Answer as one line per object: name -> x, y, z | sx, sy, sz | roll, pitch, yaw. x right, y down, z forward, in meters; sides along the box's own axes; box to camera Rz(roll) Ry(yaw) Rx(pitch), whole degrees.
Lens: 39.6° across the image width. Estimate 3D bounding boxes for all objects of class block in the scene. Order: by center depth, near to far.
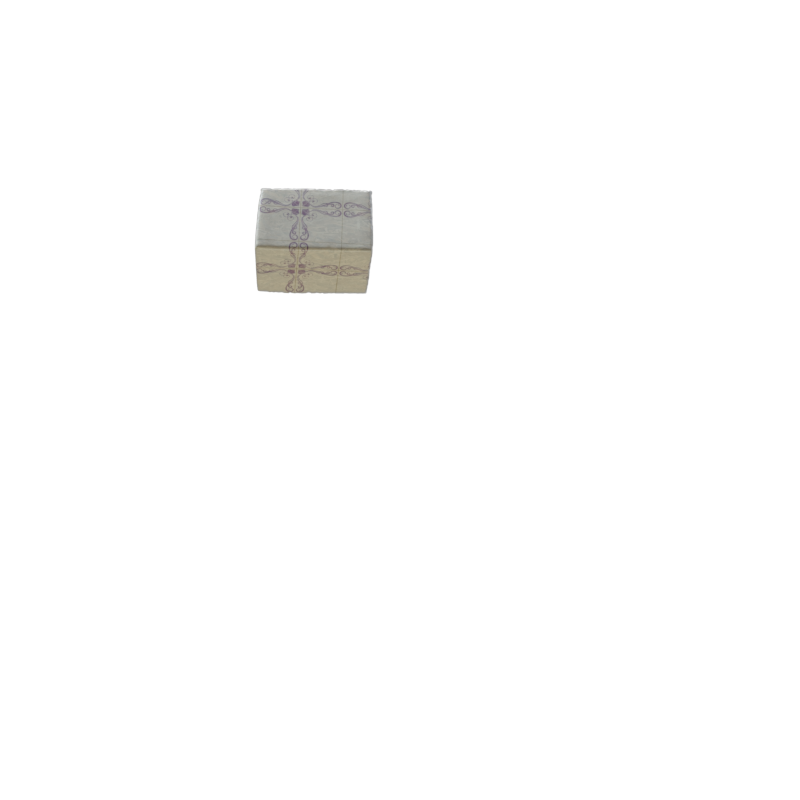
block -> -0.059, -0.107, 0.751 | 0.078, 0.055, 0.049 | 1, -33, -3
